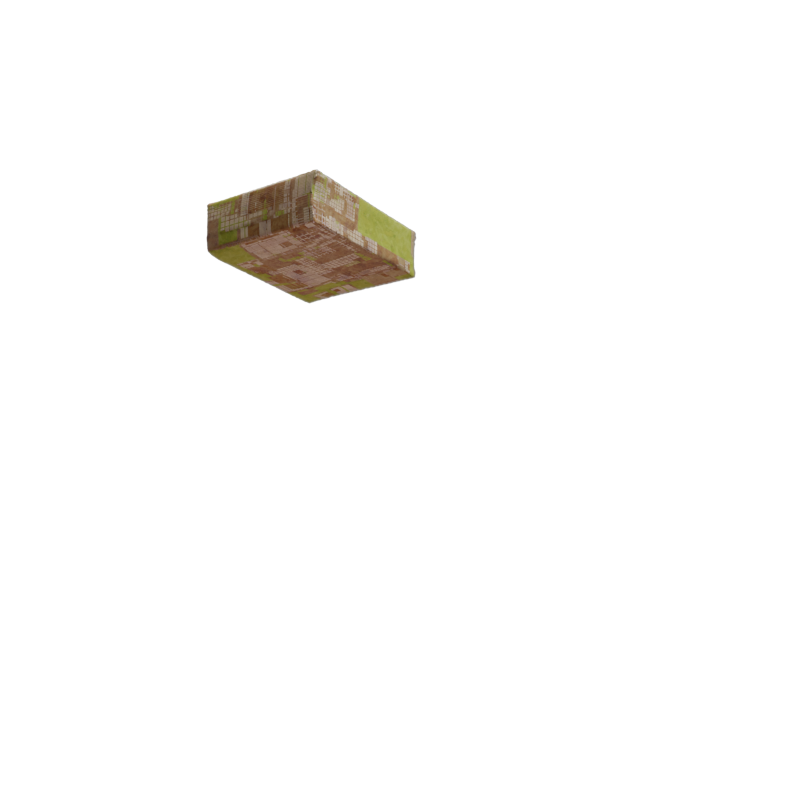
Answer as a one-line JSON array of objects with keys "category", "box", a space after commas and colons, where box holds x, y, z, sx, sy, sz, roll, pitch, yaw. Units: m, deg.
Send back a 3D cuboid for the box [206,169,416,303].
[{"category": "box", "box": [-0.056, -0.102, 0.716, 0.091, 0.041, 0.106, -12, -20, 33]}]
